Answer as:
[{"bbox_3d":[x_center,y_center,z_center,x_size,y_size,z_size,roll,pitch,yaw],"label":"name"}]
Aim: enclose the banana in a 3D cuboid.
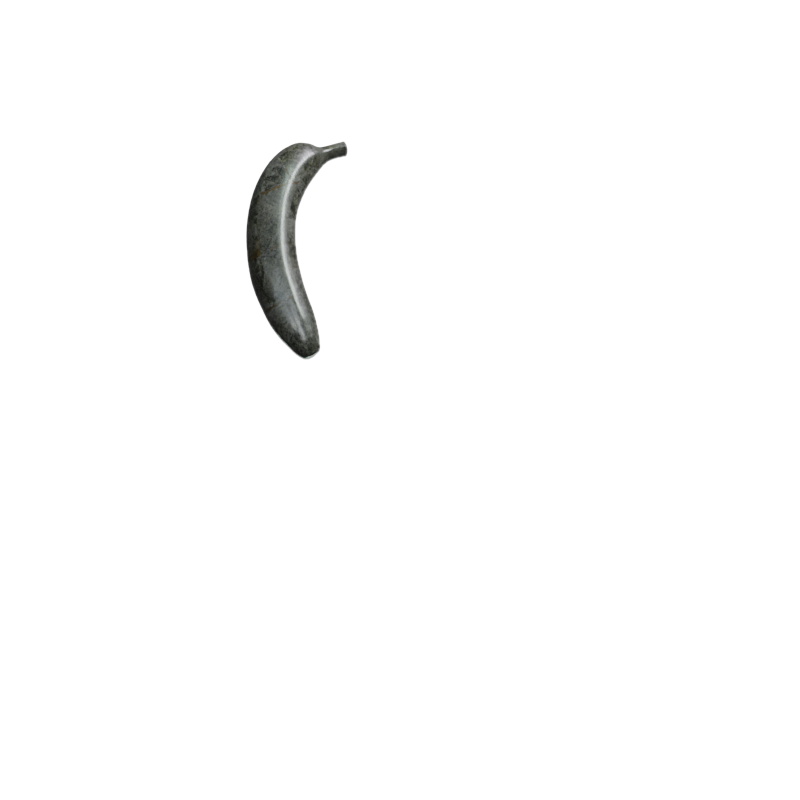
[{"bbox_3d":[-0.084,-0.127,0.850,0.070,0.209,0.035,5,-28,2],"label":"banana"}]
